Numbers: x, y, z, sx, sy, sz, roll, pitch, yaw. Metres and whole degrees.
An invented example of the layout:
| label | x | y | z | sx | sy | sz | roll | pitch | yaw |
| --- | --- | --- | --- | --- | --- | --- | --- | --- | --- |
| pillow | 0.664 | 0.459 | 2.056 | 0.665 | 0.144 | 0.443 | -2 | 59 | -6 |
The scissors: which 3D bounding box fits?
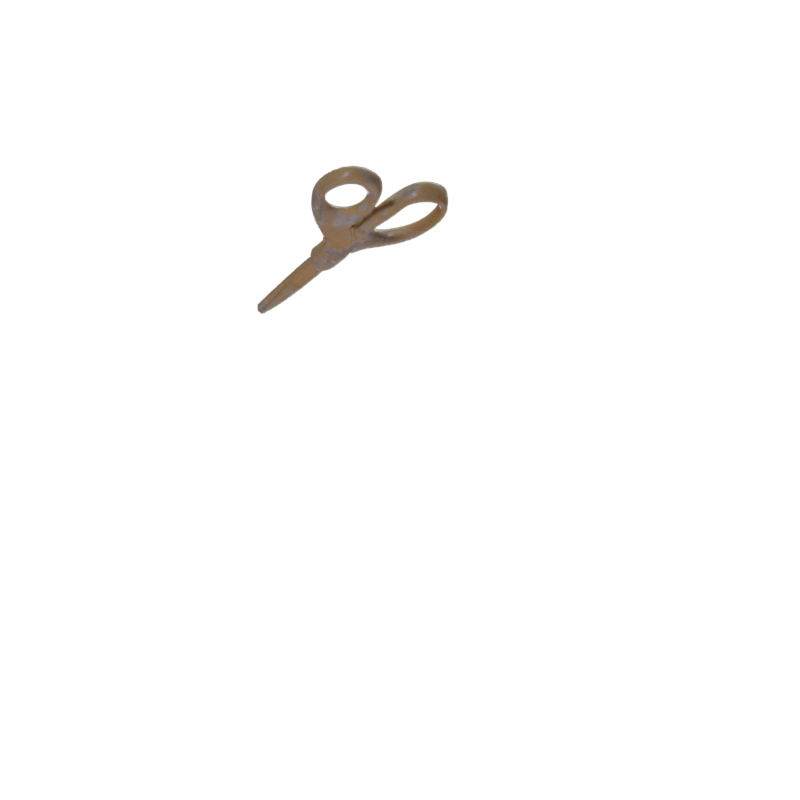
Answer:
| label | x | y | z | sx | sy | sz | roll | pitch | yaw |
| --- | --- | --- | --- | --- | --- | --- | --- | --- | --- |
| scissors | -0.059 | -0.108 | 0.757 | 0.203 | 0.017 | 0.090 | -20 | -32 | 36 |
